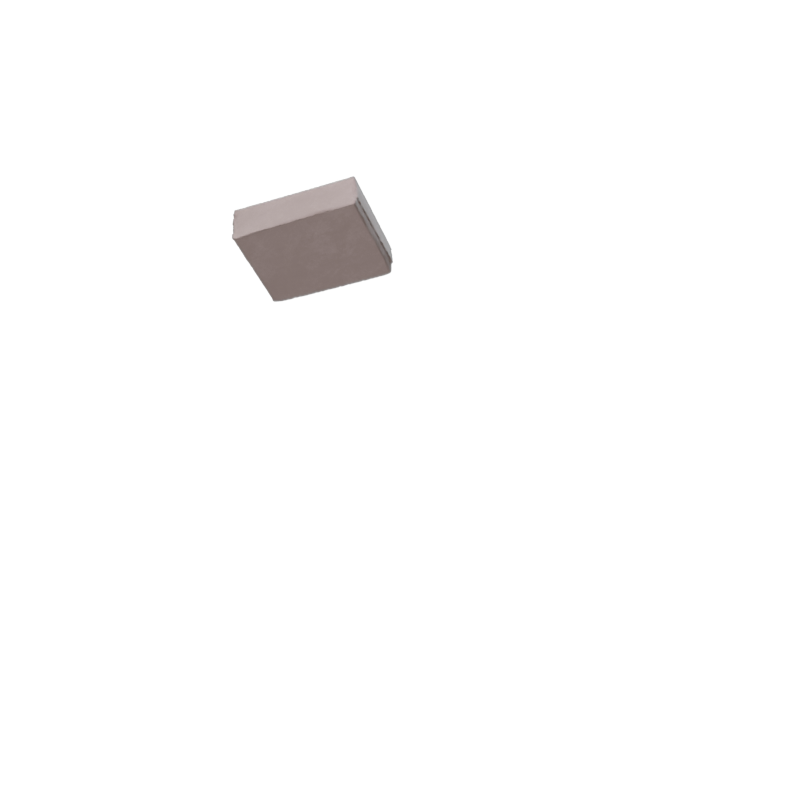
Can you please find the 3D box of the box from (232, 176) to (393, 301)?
[{"bbox_3d":[-0.074,-0.134,0.940,0.114,0.042,0.083,-14,-44,15],"label":"box"}]
